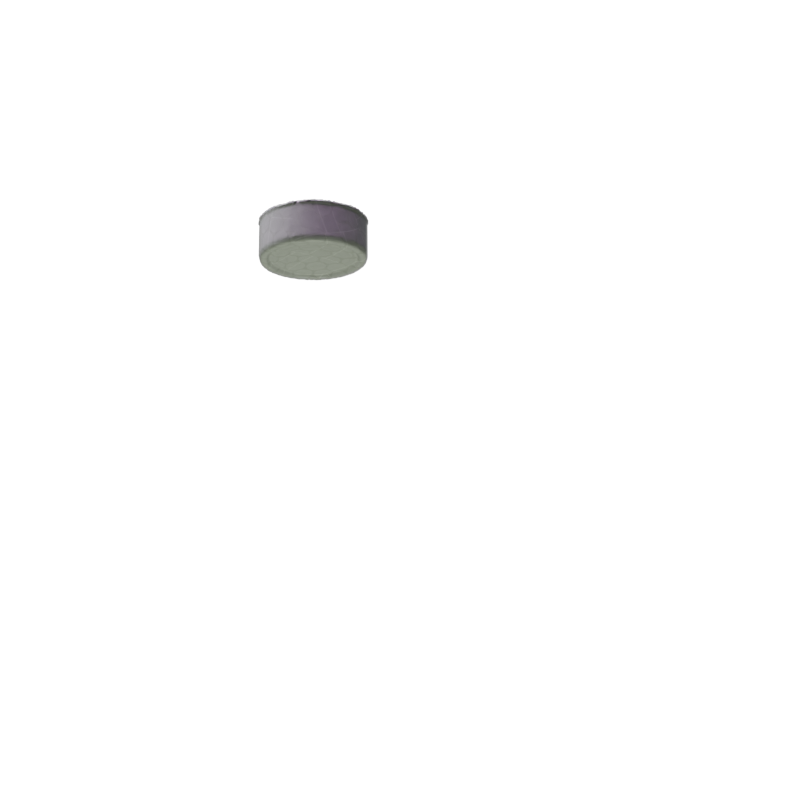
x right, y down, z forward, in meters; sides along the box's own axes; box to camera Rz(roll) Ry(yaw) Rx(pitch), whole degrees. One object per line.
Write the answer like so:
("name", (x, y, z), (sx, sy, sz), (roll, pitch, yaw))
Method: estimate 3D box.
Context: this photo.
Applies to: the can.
("can", (-0.067, -0.123, 0.861), (0.086, 0.035, 0.082), (0, -17, -2))
